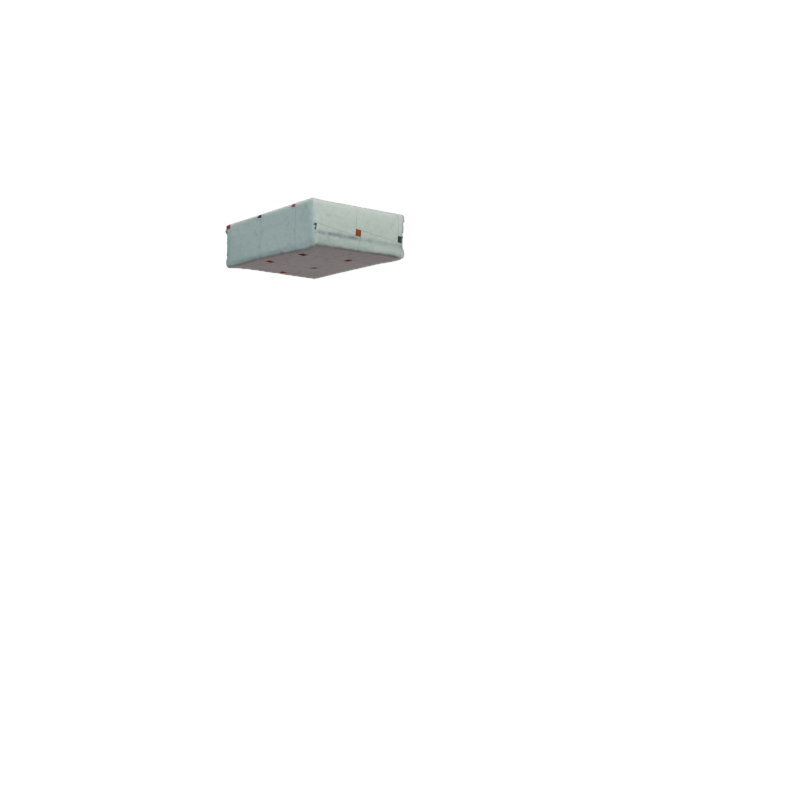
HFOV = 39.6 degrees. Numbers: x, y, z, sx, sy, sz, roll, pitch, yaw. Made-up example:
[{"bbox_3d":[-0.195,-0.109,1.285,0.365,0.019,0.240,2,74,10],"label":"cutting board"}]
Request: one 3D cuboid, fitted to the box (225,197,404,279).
[{"bbox_3d":[-0.066,-0.121,0.845,0.086,0.040,0.117,3,-4,-41],"label":"box"}]
